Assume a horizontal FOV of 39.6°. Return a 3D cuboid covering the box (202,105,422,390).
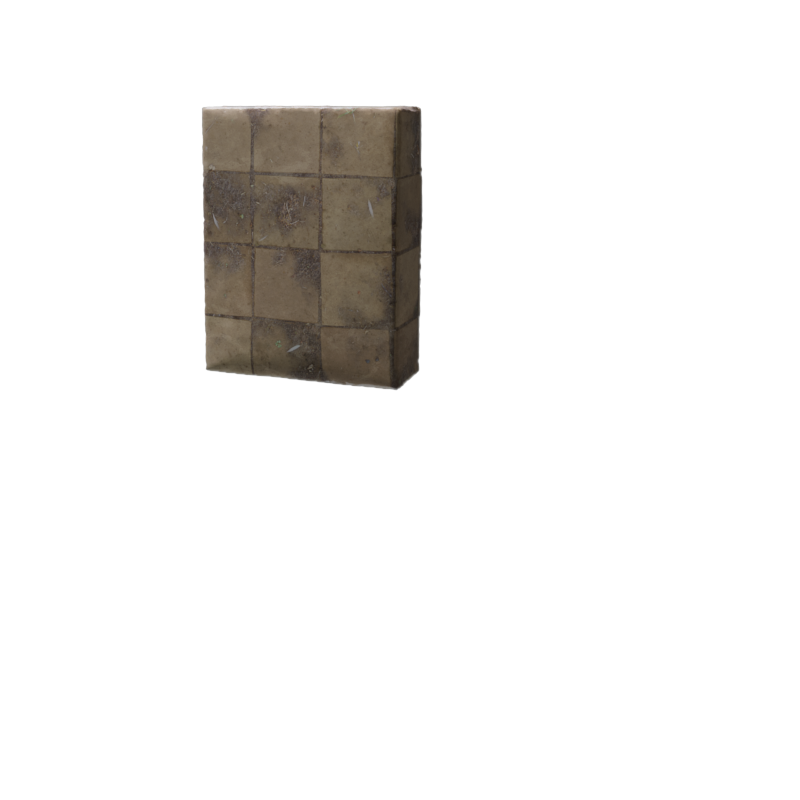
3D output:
[{"bbox_3d":[-0.069,-0.125,0.876,0.169,0.210,0.071,4,9,20],"label":"box"}]
